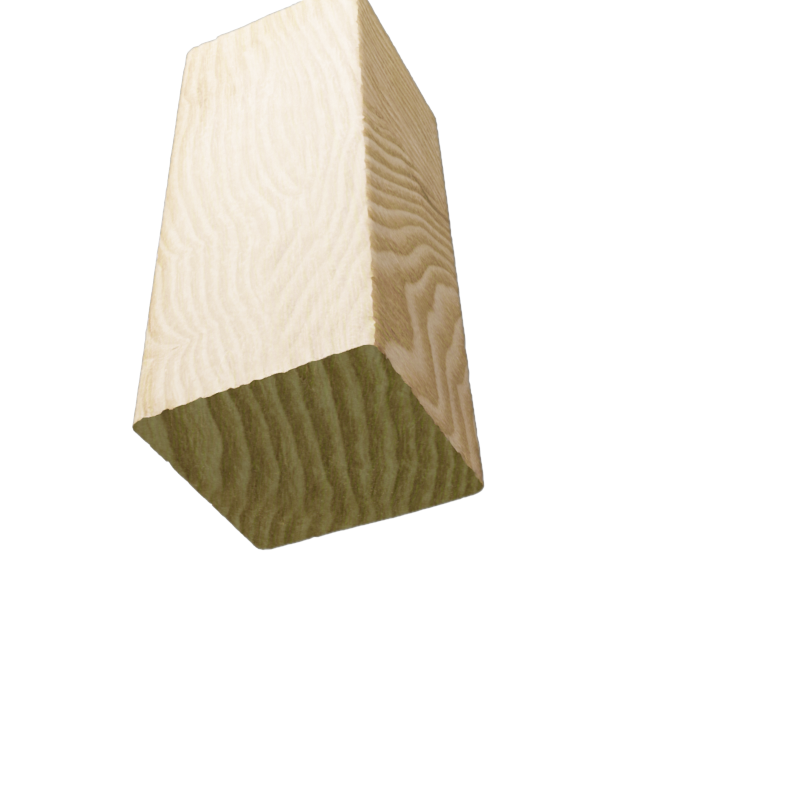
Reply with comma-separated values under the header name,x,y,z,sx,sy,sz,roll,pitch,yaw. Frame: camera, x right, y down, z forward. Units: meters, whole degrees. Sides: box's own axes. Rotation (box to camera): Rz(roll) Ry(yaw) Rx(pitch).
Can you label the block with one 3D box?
name,x,y,z,sx,sy,sz,roll,pitch,yaw
block,-0.035,-0.062,0.438,0.091,0.221,0.084,-19,-44,17
